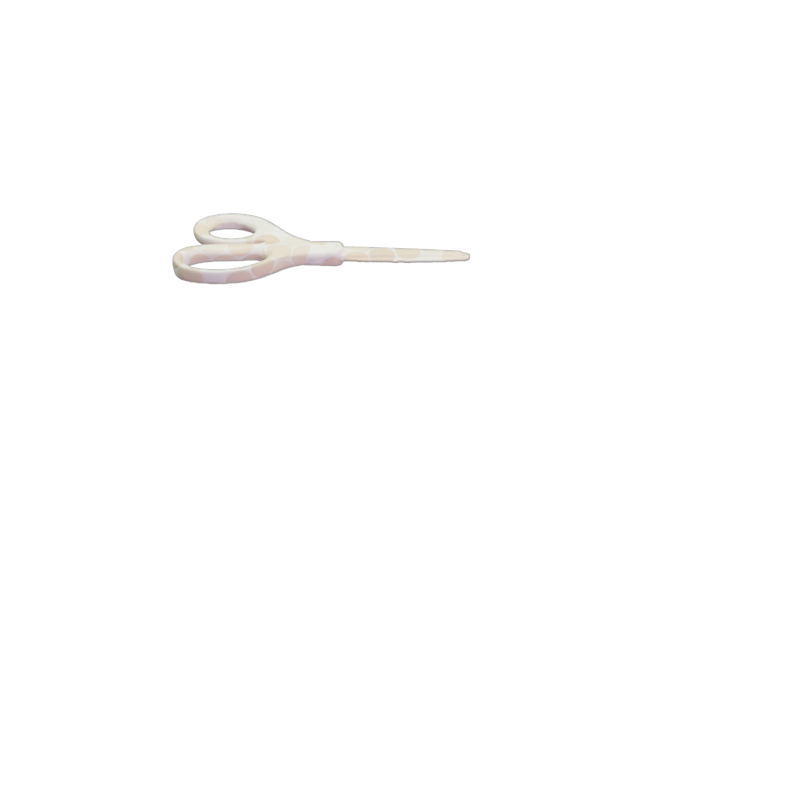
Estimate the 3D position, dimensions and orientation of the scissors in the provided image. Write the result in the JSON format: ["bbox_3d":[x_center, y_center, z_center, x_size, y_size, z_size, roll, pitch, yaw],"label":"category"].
[{"bbox_3d":[-0.061,-0.112,0.785,0.199,0.015,0.104,-8,35,-11],"label":"scissors"}]
